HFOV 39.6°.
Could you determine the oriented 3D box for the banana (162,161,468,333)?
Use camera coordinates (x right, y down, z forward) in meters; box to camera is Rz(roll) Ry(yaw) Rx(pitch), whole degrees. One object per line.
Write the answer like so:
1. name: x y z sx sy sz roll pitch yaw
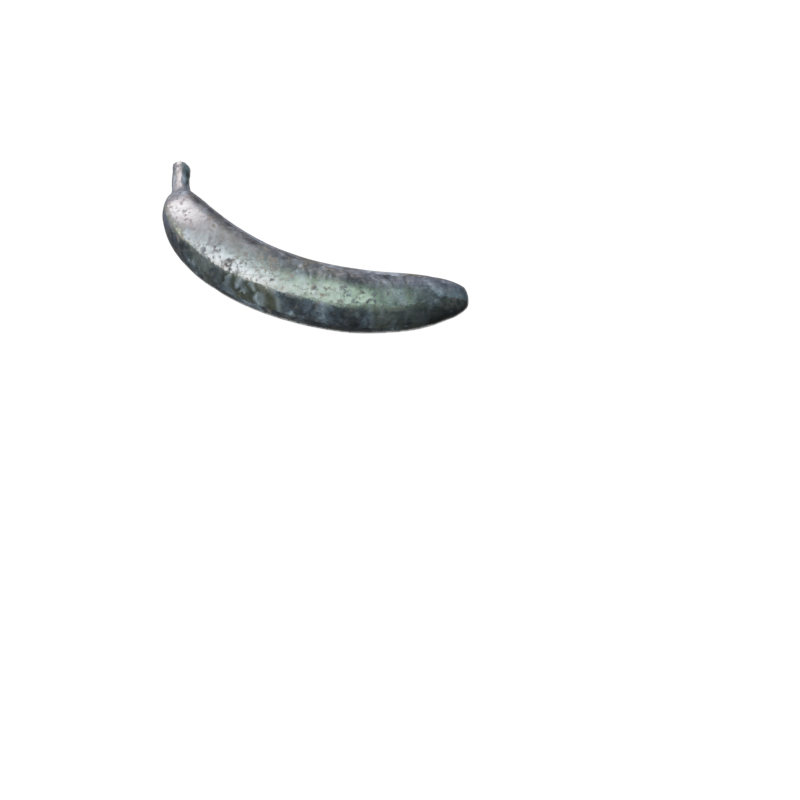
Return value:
1. banana: -0.062 -0.077 0.633 0.203 0.072 0.035 26 -22 12
